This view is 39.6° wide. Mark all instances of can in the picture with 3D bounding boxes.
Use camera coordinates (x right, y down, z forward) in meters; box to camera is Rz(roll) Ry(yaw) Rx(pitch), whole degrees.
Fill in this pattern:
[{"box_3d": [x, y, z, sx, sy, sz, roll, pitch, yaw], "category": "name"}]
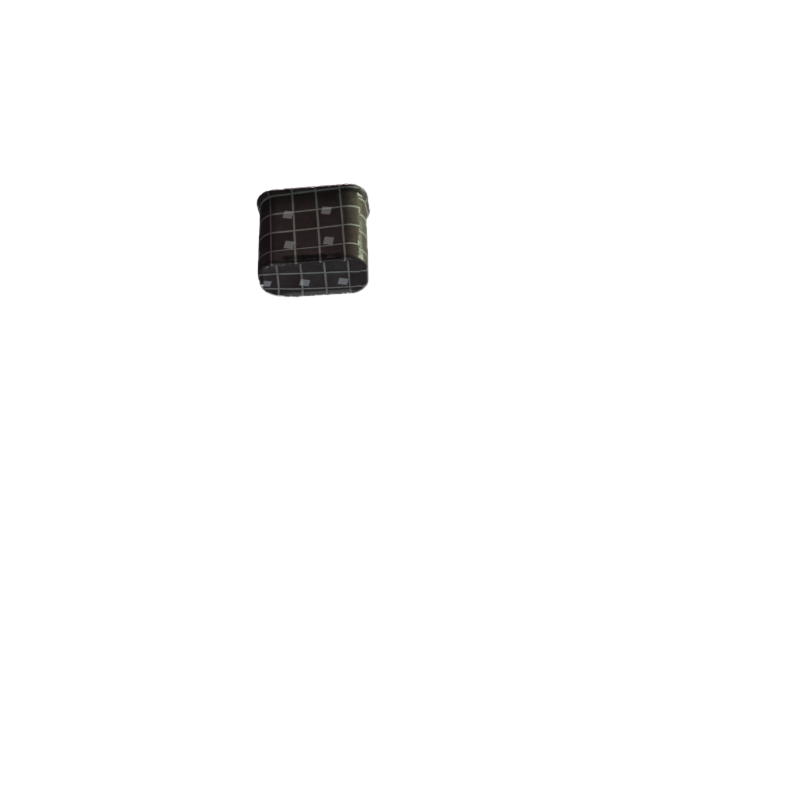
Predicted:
[{"box_3d": [-0.077, -0.141, 0.989, 0.102, 0.090, 0.053, -4, -35, 4], "category": "can"}]
